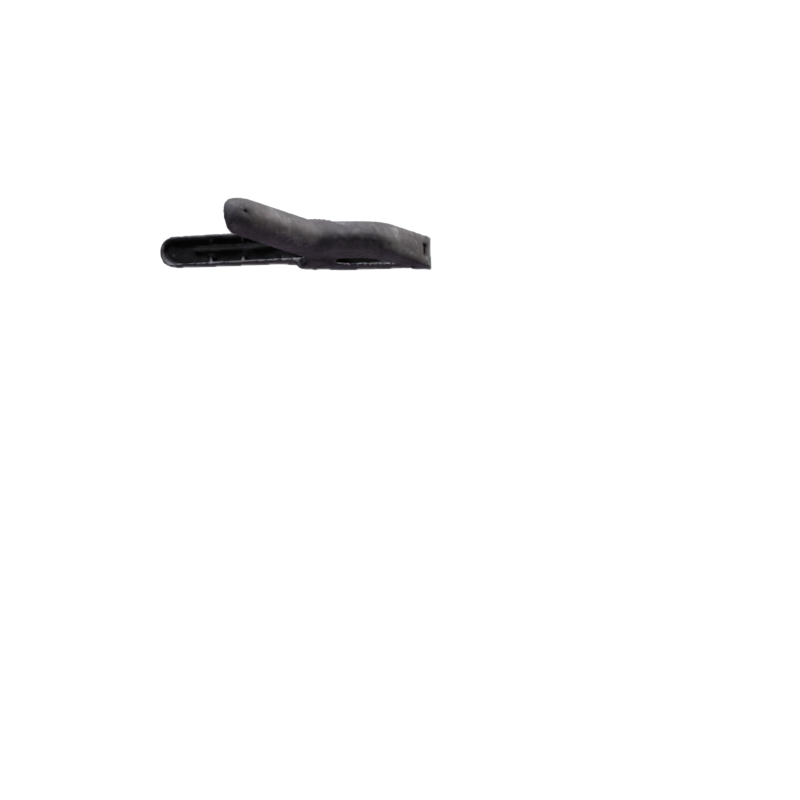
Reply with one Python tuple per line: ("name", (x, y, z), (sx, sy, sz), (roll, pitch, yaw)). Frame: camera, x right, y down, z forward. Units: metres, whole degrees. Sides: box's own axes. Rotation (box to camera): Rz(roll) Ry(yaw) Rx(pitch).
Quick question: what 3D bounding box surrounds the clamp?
("clamp", (-0.066, -0.121, 0.845), (0.205, 0.037, 0.166), (1, -3, -19))
